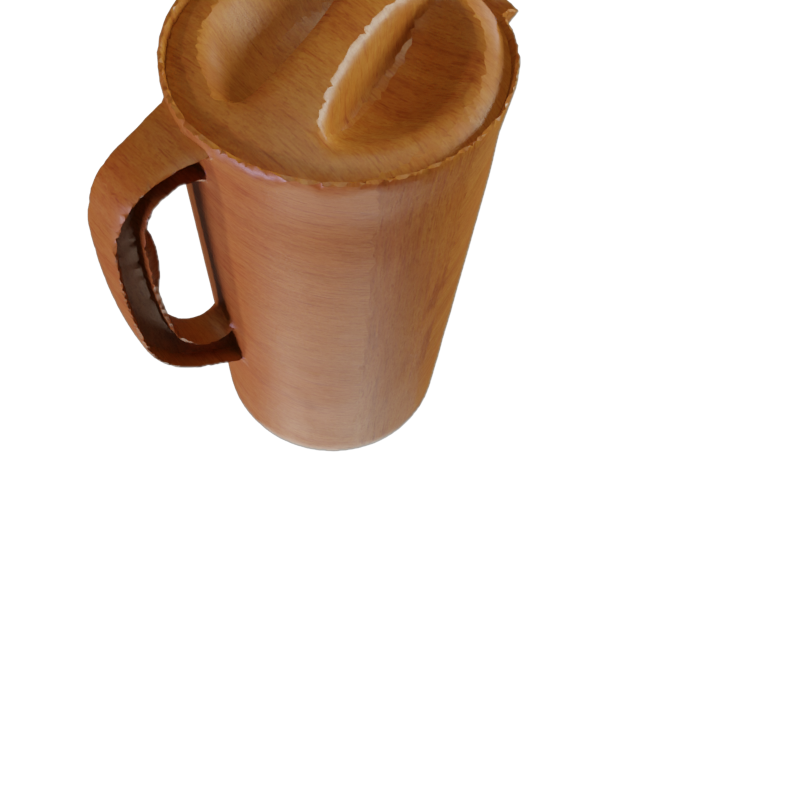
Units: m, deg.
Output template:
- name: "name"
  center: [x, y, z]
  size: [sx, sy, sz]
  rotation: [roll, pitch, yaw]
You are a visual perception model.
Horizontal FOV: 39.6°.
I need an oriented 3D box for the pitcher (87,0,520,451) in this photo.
- name: "pitcher"
  center: [-0.039, -0.071, 0.495]
  size: [0.150, 0.154, 0.228]
  rotation: [8, -32, 2]
